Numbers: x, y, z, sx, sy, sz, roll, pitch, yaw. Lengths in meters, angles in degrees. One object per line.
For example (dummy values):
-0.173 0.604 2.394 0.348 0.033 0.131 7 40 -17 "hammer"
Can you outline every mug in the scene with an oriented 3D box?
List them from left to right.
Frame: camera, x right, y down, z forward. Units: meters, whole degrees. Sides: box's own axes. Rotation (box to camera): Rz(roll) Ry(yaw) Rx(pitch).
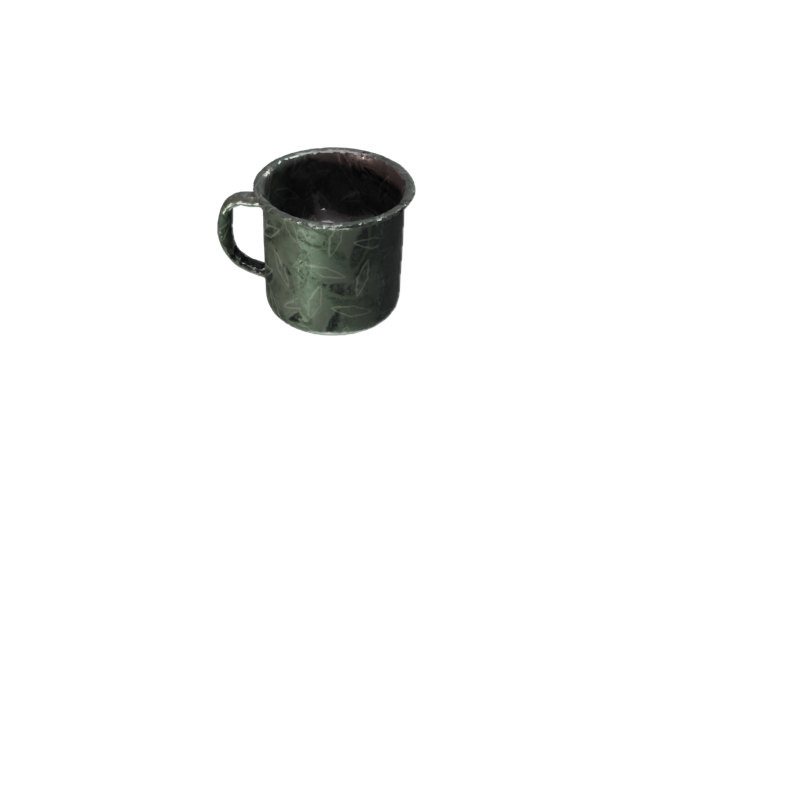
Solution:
-0.051 -0.094 0.656 0.118 0.076 0.098 6 37 6 "mug"
